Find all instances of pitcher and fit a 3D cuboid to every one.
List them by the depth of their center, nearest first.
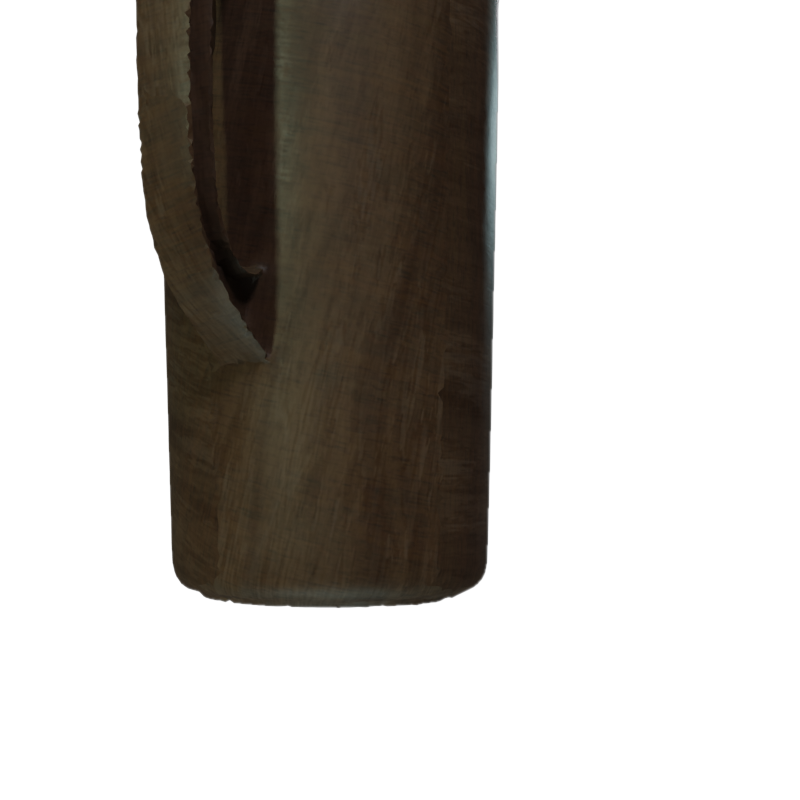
[{"bbox_3d":[-0.031,-0.057,0.396,0.145,0.250,0.145,3,-11,-20],"label":"pitcher"}]
